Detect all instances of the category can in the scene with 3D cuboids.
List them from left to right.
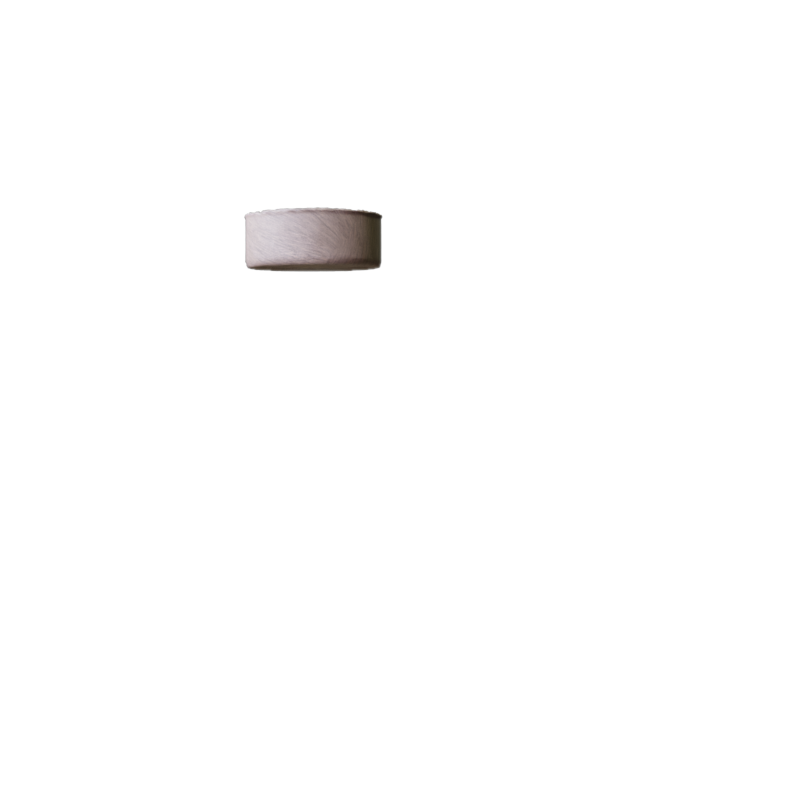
[{"bbox_3d":[-0.054,-0.098,0.688,0.086,0.034,0.086,0,3,-2],"label":"can"}]
